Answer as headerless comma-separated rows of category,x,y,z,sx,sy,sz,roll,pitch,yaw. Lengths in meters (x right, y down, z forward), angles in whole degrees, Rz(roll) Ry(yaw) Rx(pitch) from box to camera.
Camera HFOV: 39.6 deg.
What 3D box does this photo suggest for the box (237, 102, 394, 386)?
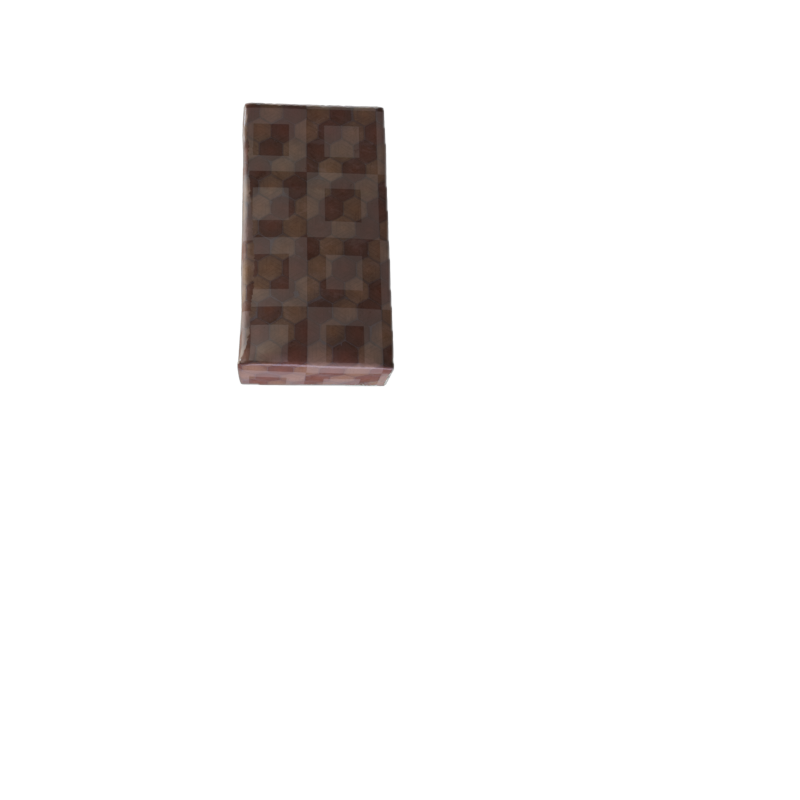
box,-0.054,-0.099,0.696,0.093,0.186,0.046,1,-23,-5
